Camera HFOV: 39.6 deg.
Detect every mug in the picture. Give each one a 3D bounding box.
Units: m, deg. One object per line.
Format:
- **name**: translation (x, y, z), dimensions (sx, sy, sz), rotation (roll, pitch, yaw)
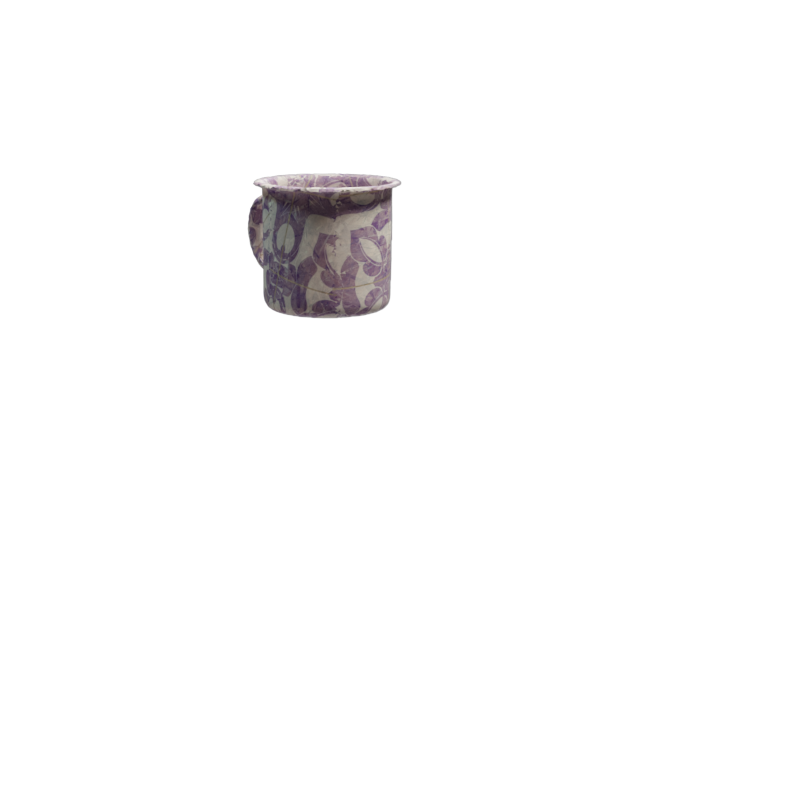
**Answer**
- **mug**: translation (-0.056, -0.102, 0.712), dimensions (0.123, 0.079, 0.091), rotation (12, 18, 39)
